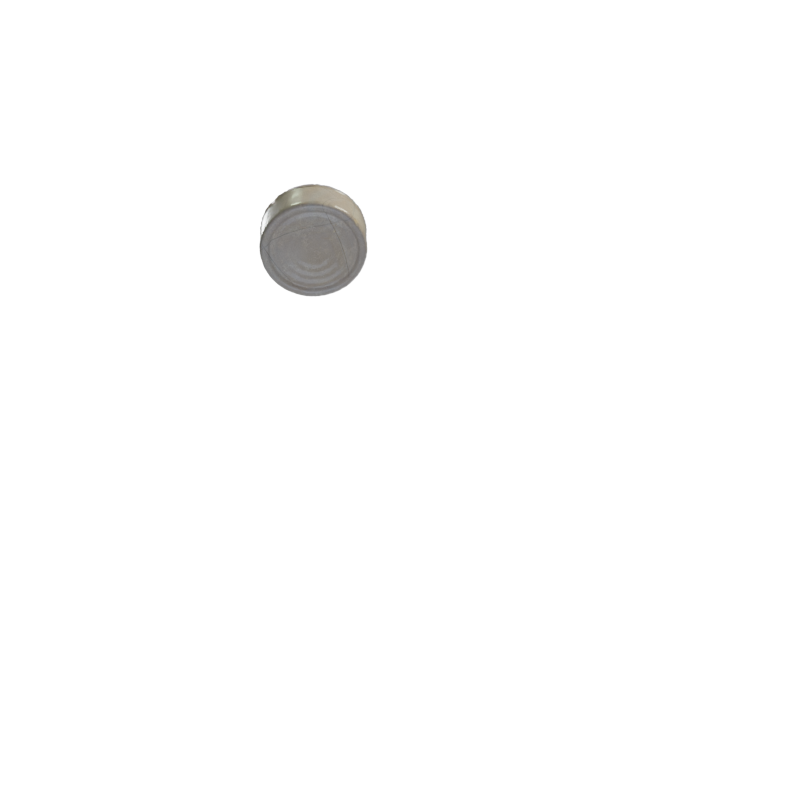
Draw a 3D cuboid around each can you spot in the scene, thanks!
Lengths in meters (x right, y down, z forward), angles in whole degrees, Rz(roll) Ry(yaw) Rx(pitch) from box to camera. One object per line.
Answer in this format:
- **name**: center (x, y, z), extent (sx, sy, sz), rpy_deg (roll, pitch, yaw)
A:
- **can**: center (-0.069, -0.126, 0.879), extent (0.086, 0.081, 0.036), rpy_deg (1, 31, -1)
